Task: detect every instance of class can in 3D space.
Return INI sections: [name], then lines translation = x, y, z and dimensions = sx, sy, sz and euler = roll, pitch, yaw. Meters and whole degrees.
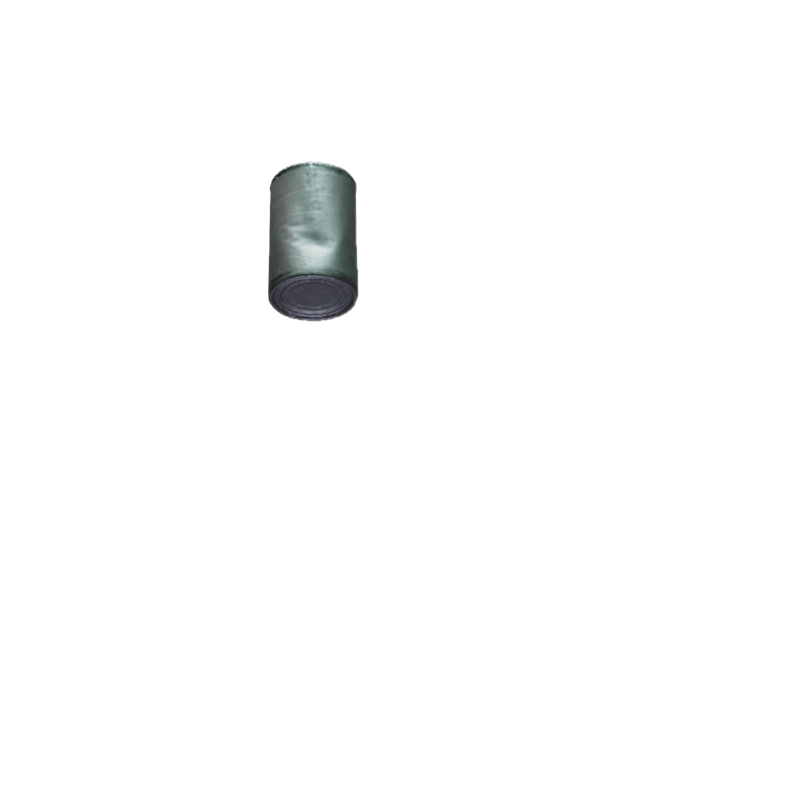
[can]
translation = -0.065, -0.119, 0.836
dimensions = 0.068, 0.109, 0.064
euler = -1, -31, -2
